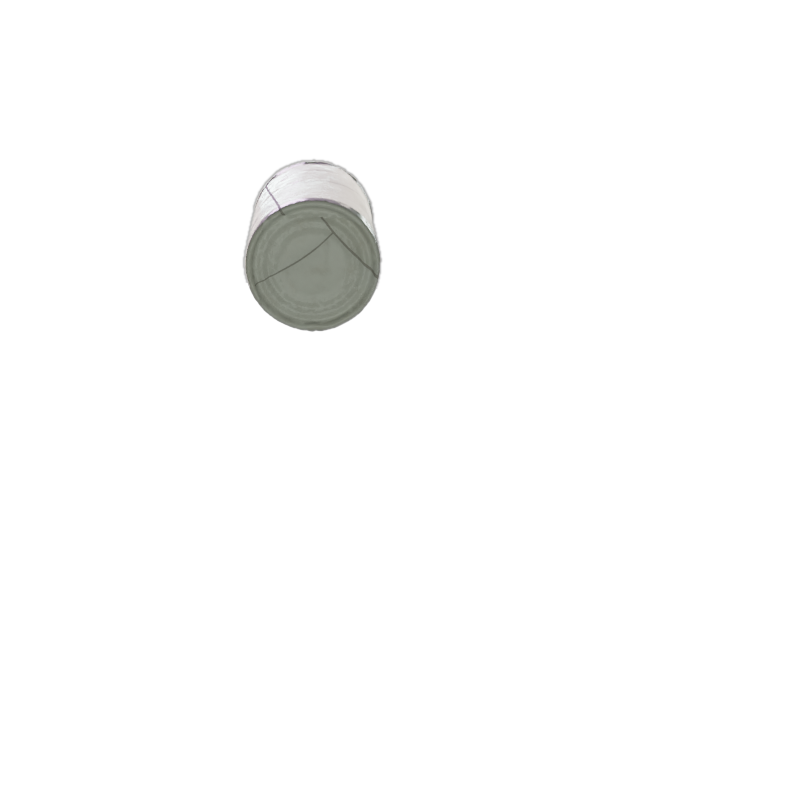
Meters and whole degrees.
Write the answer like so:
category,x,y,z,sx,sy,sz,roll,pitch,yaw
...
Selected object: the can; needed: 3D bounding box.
category,x,y,z,sx,sy,sz,roll,pitch,yaw
can,-0.045,-0.083,0.580,0.068,0.066,0.107,0,20,-3
